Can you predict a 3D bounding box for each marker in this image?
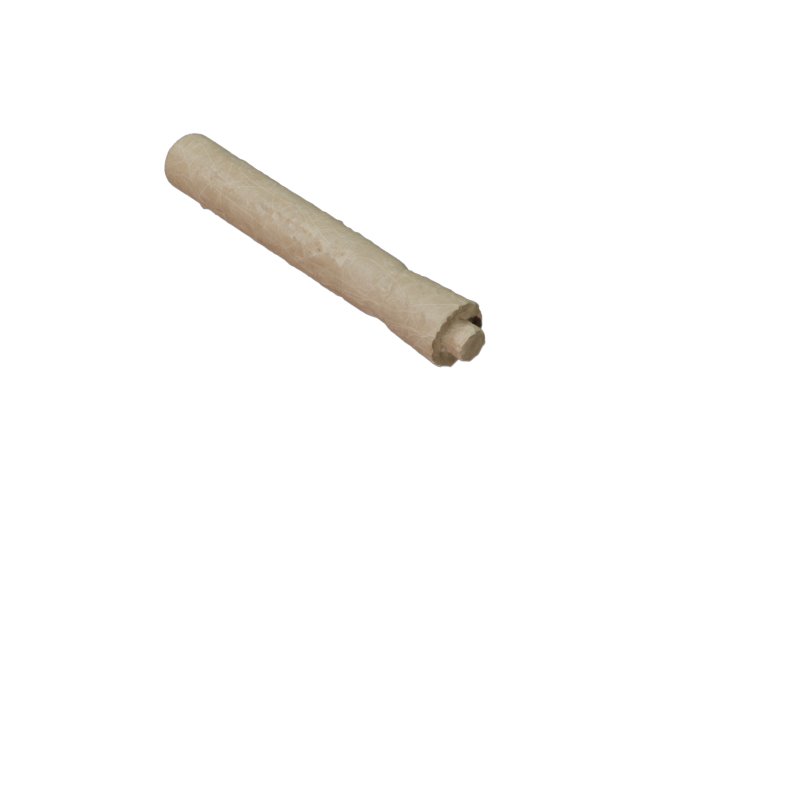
[{"bbox_3d":[-0.024,-0.044,0.310,0.019,0.019,0.130,-3,31,-47],"label":"marker"}]
